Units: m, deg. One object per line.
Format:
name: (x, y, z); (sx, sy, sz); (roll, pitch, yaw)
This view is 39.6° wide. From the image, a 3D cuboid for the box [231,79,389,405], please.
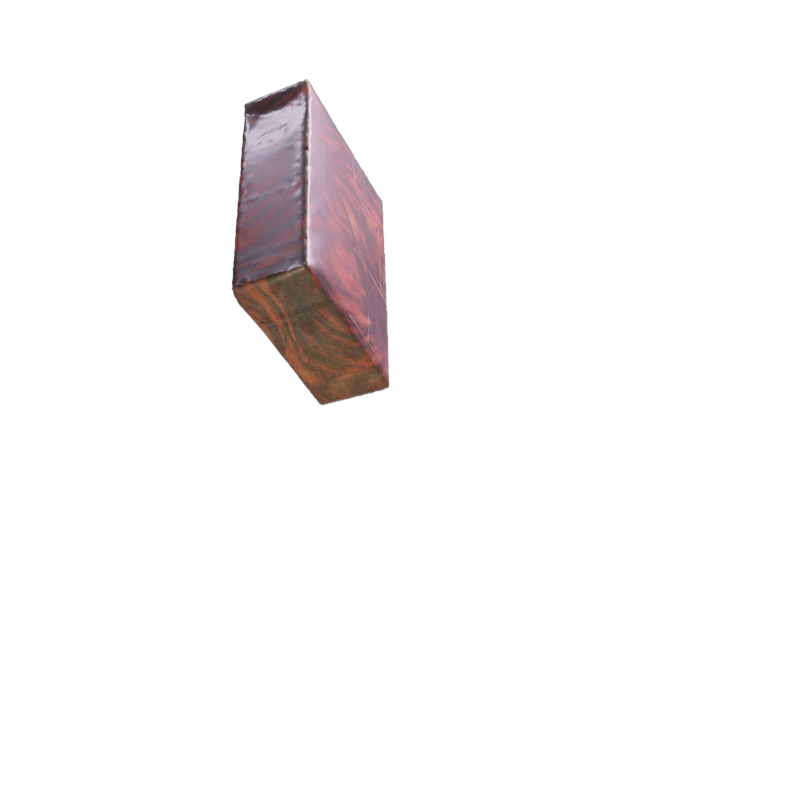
box: (-0.072, -0.131, 0.916); (0.072, 0.229, 0.151); (-17, -41, 16)
